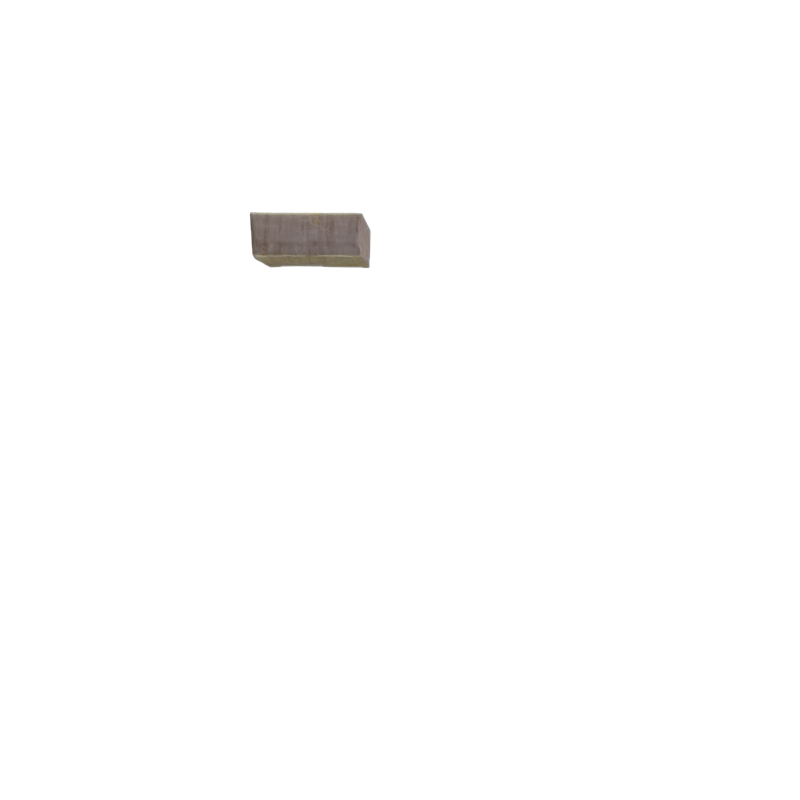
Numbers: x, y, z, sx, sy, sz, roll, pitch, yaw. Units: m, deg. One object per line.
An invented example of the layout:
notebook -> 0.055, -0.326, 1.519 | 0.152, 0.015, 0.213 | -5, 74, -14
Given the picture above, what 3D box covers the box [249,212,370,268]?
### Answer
box -> -0.072, -0.130, 0.914 | 0.090, 0.039, 0.113 | 0, 3, 3
